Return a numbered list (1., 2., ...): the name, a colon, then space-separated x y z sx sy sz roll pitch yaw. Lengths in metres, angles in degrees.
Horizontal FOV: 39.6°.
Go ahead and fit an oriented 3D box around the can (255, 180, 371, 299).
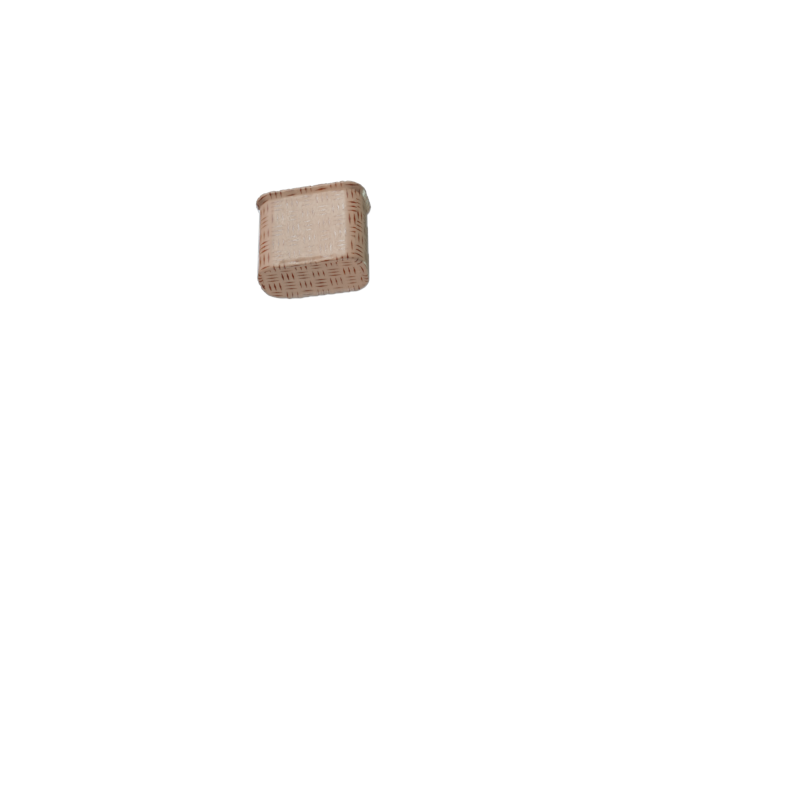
1. can: -0.077 -0.140 0.983 0.103 0.090 0.053 -7 -33 9
